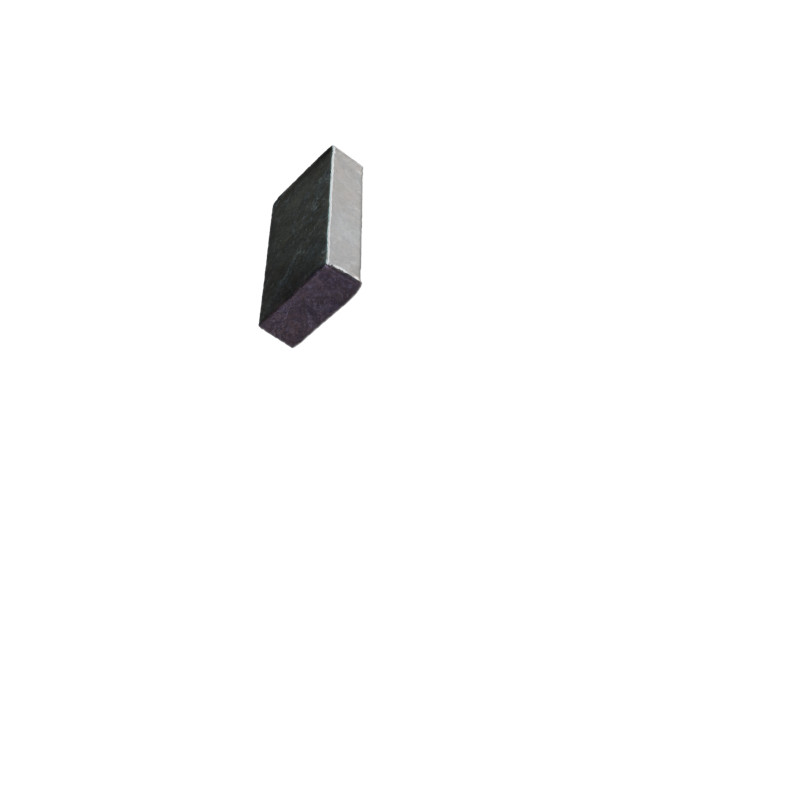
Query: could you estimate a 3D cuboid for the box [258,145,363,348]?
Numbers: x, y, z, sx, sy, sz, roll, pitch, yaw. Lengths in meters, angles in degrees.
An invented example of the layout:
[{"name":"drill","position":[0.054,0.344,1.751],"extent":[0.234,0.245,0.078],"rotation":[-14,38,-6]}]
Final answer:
[{"name":"box","position":[-0.077,-0.139,0.976],"extent":[0.045,0.189,0.092],"rotation":[32,-56,-30]}]
